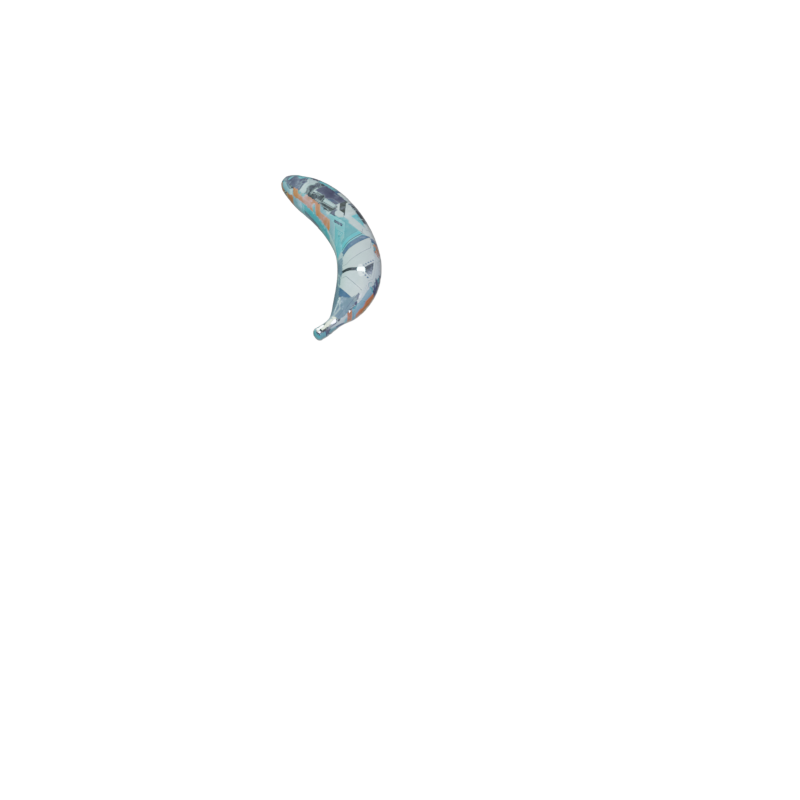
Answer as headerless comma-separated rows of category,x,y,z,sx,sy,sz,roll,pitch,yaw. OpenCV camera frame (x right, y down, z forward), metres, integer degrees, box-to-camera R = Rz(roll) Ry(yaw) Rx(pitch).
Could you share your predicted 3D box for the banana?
banana,-0.056,-0.136,0.957,0.069,0.214,0.034,-8,-43,-8
